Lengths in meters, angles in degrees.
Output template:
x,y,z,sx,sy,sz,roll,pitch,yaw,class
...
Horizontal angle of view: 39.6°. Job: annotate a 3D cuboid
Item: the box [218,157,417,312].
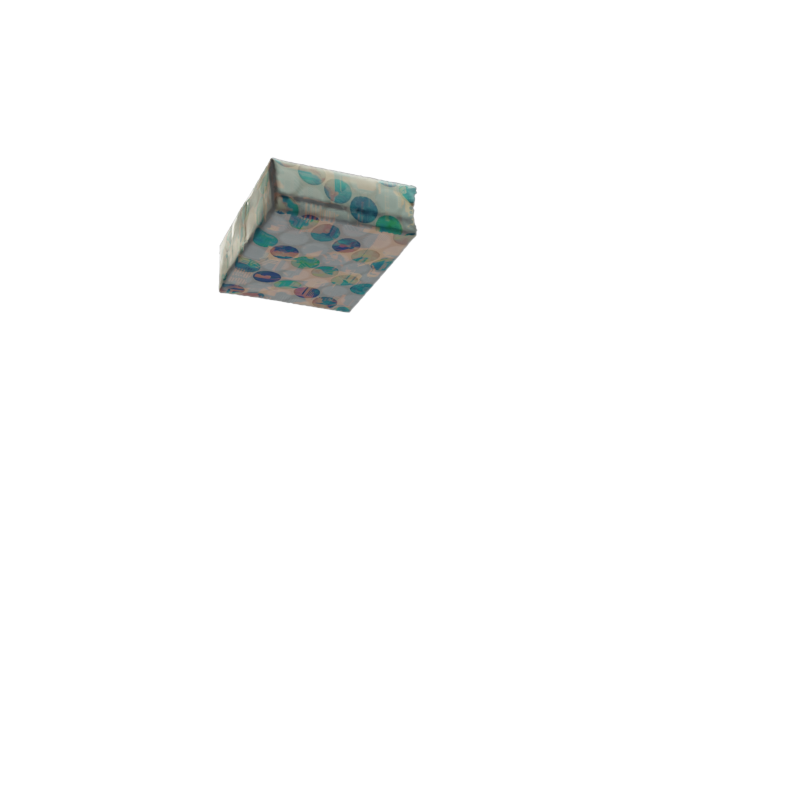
x,y,z,sx,sy,sz,roll,pitch,yaw,class
-0.052,-0.095,0.666,0.087,0.041,0.111,8,-22,-21,box
